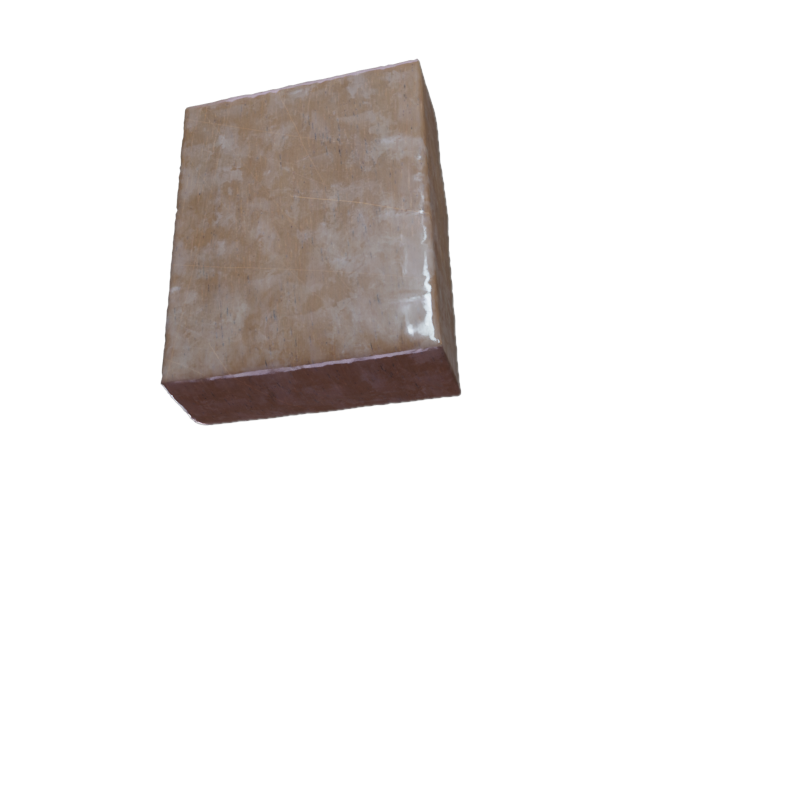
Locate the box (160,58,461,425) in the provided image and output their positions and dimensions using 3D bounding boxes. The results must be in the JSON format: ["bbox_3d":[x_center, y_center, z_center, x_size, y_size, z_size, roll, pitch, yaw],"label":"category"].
[{"bbox_3d":[-0.054,-0.099,0.691,0.166,0.228,0.066,-9,-34,12],"label":"box"}]
